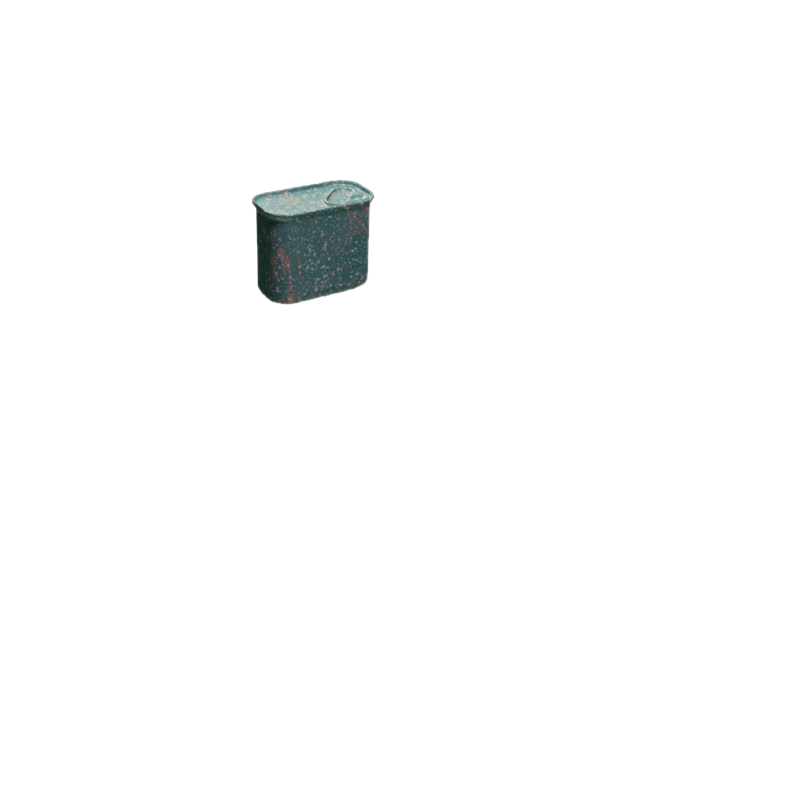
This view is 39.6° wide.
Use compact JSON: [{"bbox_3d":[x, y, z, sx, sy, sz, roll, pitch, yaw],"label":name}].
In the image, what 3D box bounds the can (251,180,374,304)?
[{"bbox_3d":[-0.075,-0.136,0.954,0.100,0.079,0.062,-15,30,-27],"label":"can"}]
